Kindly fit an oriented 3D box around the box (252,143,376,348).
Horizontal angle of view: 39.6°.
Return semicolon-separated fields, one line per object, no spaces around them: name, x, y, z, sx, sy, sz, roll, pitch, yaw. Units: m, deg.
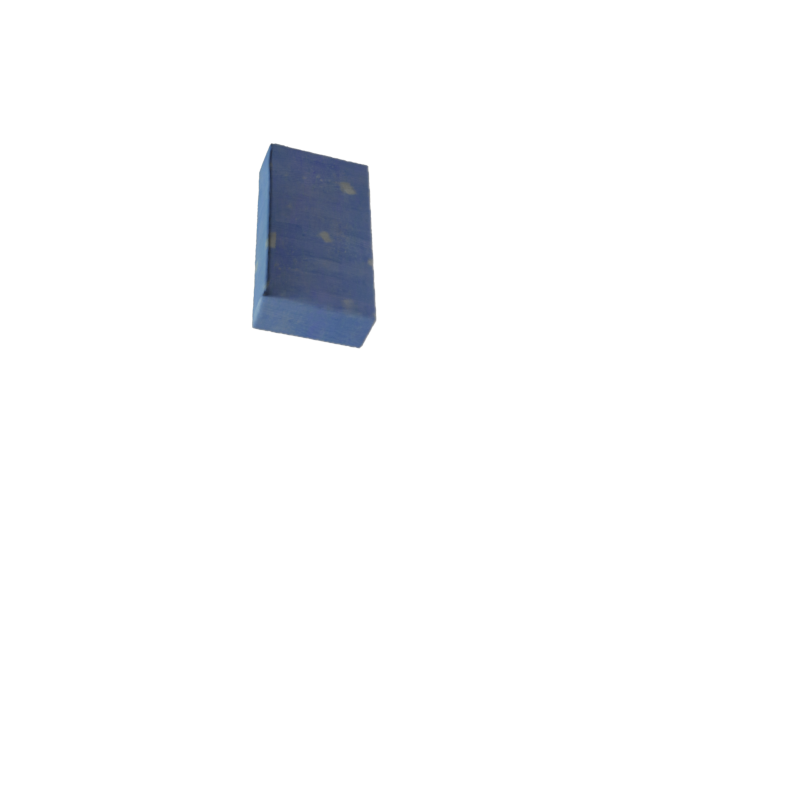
box;-0.072;-0.131;0.916;0.091;0.189;0.046;10;-44;-15
